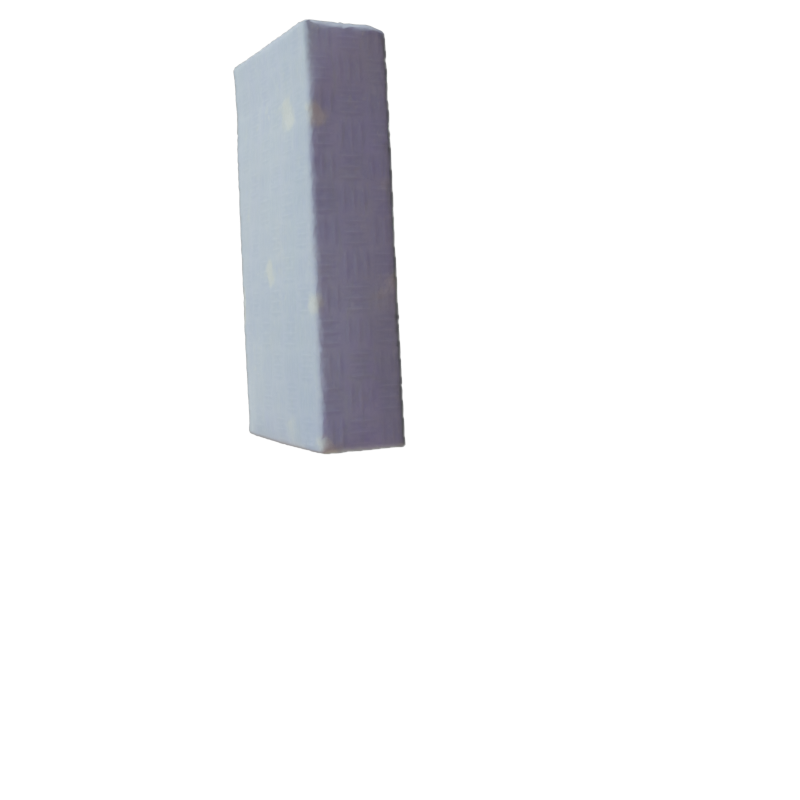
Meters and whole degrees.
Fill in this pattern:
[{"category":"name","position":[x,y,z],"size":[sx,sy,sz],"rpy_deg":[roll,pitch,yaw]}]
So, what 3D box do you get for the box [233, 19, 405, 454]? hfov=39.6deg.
[{"category":"box","position":[-0.038,-0.070,0.491],"size":[0.047,0.178,0.095],"rpy_deg":[2,-3,-26]}]
